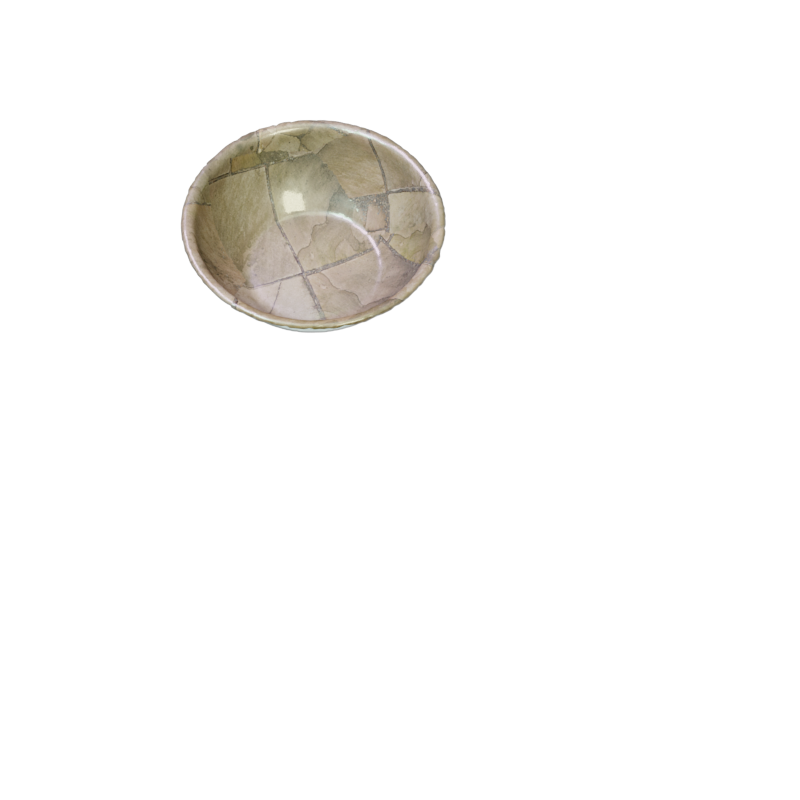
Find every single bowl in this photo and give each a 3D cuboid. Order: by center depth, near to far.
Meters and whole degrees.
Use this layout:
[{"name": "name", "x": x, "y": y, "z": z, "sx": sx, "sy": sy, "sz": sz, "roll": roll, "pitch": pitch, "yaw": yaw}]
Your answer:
[{"name": "bowl", "x": -0.055, "y": -0.100, "z": 0.698, "sx": 0.162, "sy": 0.173, "sz": 0.051, "roll": -1, "pitch": -34, "yaw": -1}]
